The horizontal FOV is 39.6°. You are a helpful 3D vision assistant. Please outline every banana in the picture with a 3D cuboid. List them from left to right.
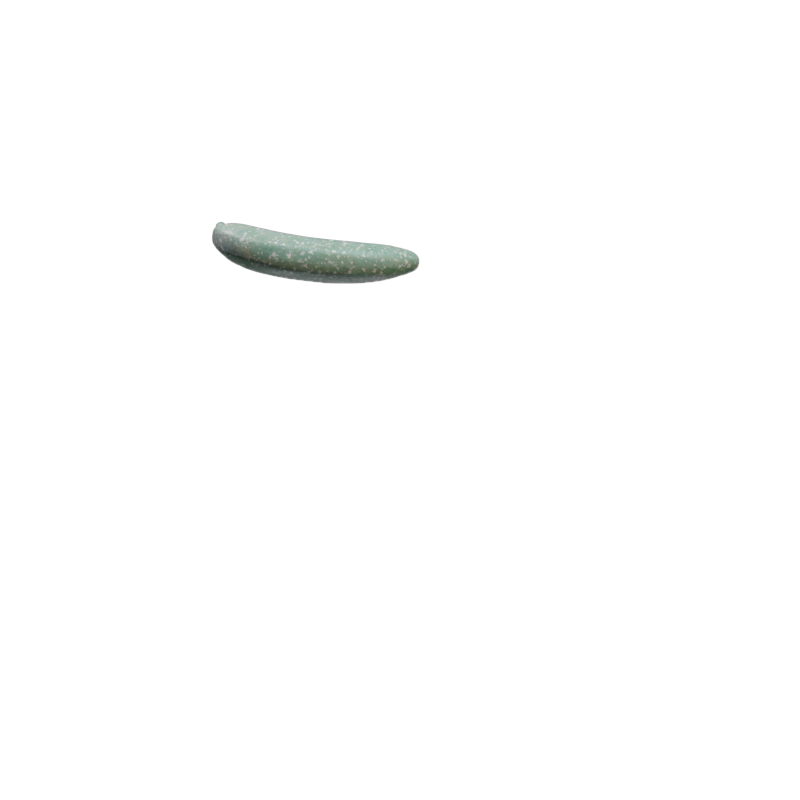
[{"bbox_3d":[-0.086,-0.129,0.956,0.205,0.034,0.071,14,35,20],"label":"banana"}]
